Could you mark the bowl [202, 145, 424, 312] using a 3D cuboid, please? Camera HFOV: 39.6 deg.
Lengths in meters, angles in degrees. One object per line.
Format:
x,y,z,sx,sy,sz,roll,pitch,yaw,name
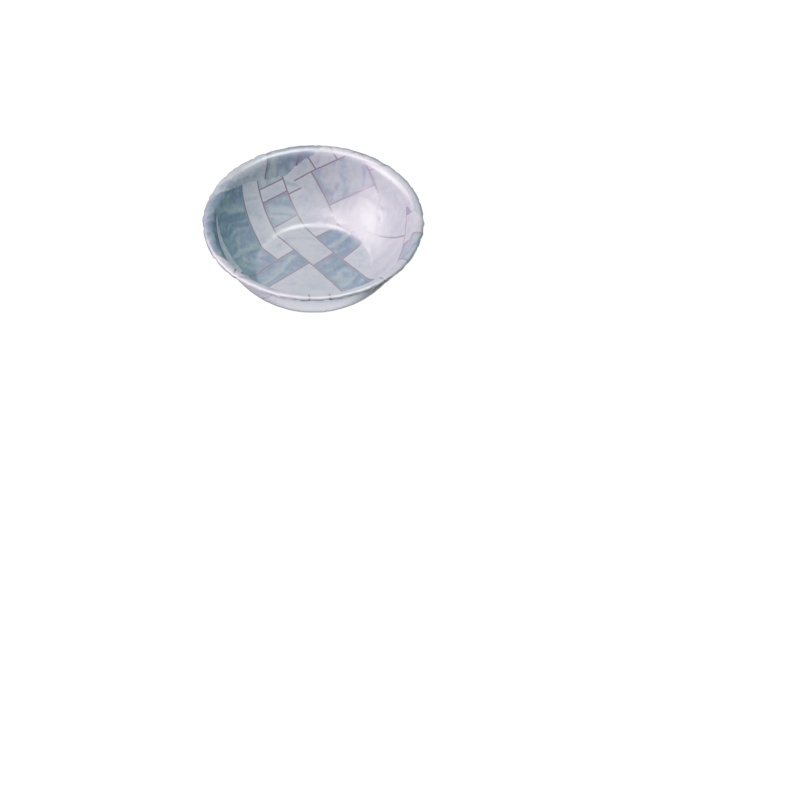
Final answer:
-0.065,-0.118,0.829,0.162,0.174,0.051,-1,-41,-1,bowl
